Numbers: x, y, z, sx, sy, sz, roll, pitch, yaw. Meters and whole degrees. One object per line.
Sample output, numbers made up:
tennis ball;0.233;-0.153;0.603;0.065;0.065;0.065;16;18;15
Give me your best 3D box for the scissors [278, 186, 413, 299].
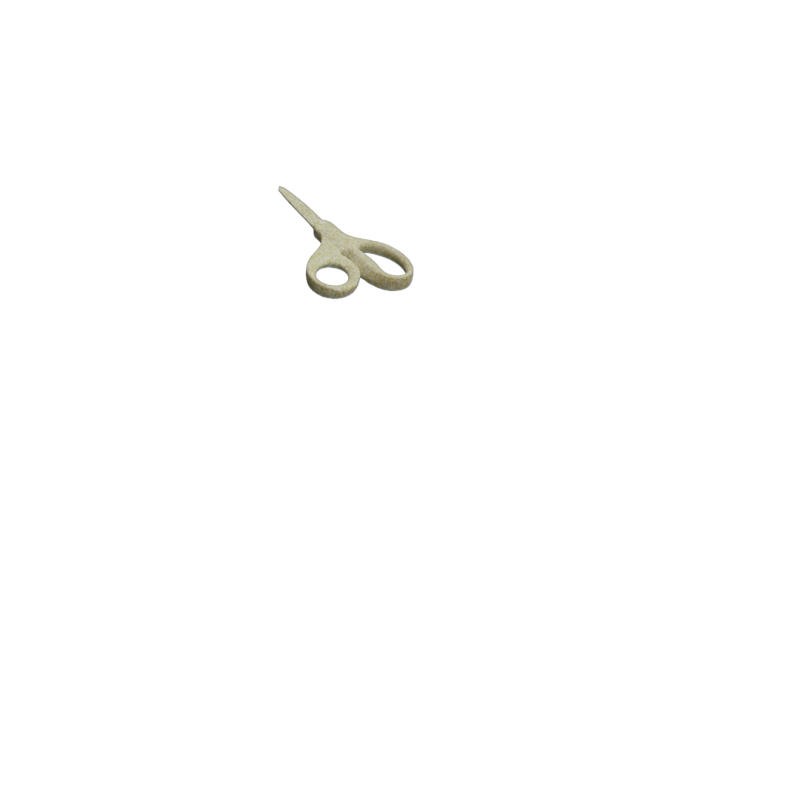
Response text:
scissors;-0.075;-0.137;0.959;0.096;0.015;0.216;-27;43;-33
